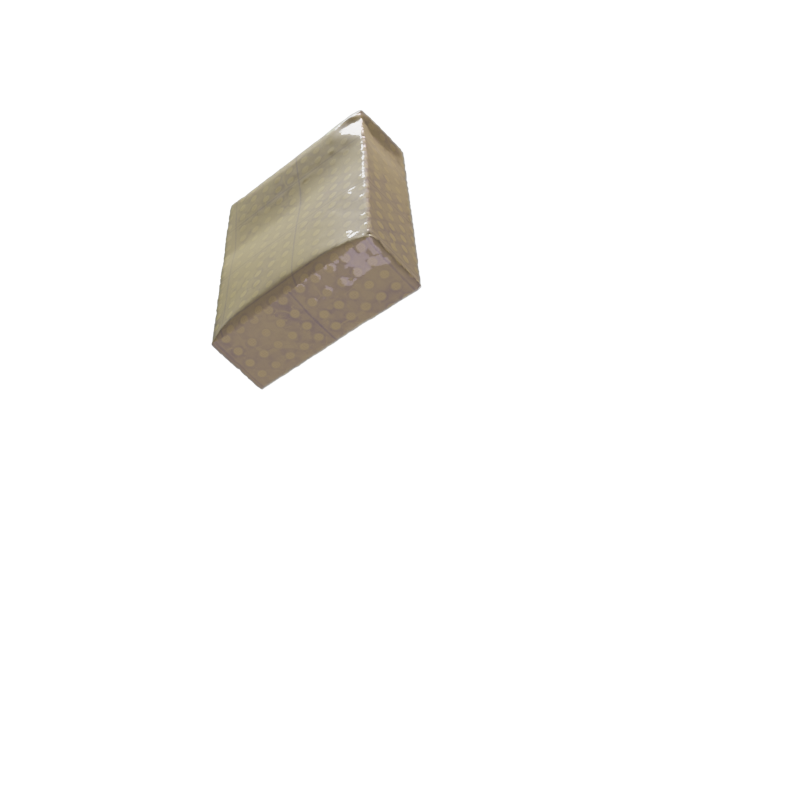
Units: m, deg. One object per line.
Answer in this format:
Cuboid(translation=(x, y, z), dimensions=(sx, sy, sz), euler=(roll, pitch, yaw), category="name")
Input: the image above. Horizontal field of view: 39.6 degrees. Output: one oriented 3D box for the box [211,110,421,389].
Cuboid(translation=(-0.074, -0.134, 0.942), dimensions=(0.163, 0.229, 0.067), euler=(-32, -56, 20), category="box")
